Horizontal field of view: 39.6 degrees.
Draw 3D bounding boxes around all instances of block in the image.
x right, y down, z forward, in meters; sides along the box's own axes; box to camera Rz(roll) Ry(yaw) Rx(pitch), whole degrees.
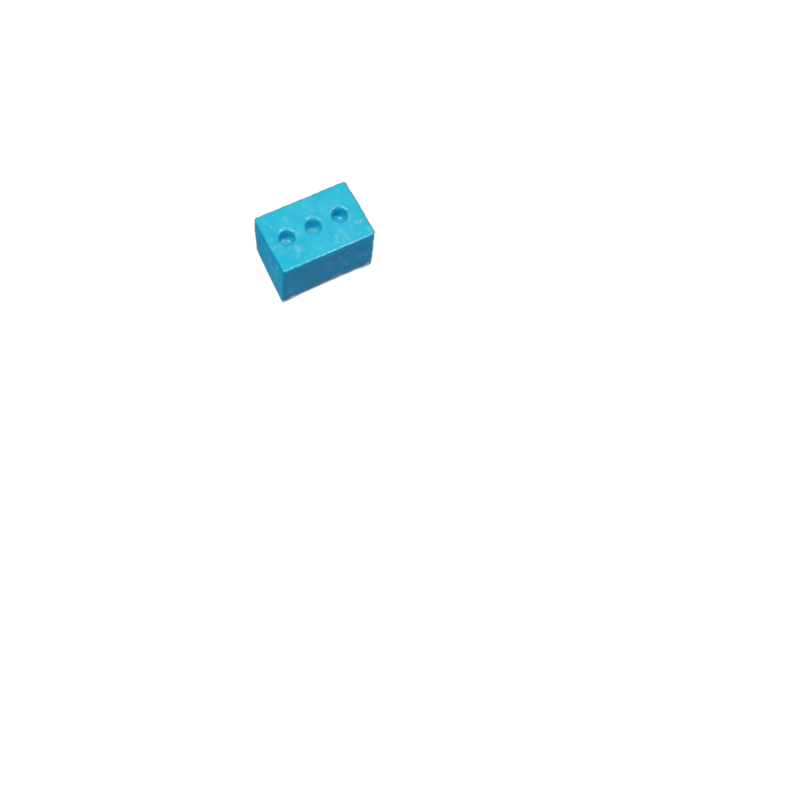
[{"bbox_3d":[-0.066,-0.120,0.843,0.078,0.056,0.048,-25,-21,-12],"label":"block"}]
